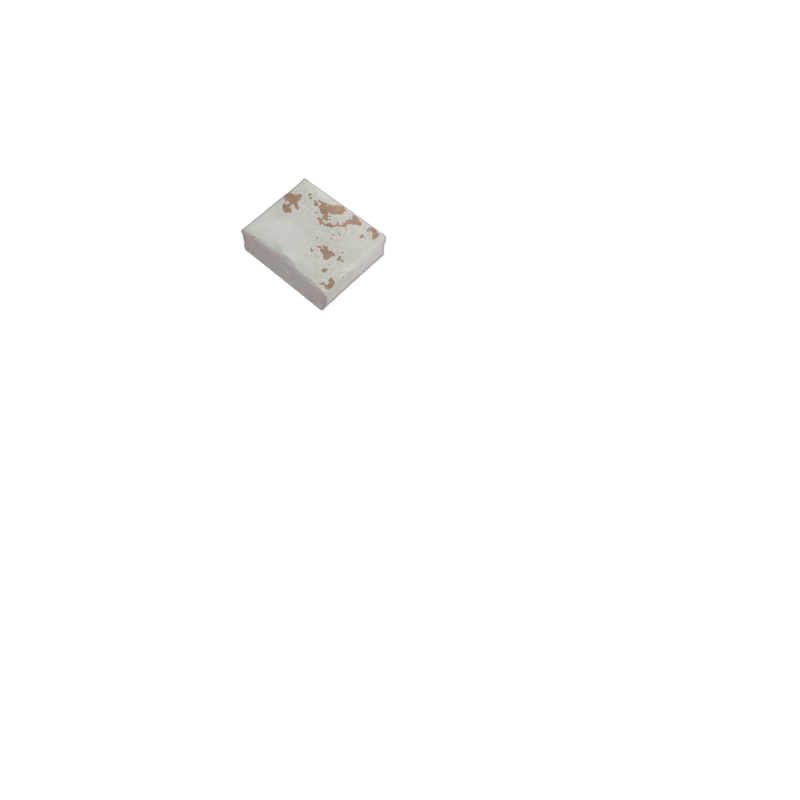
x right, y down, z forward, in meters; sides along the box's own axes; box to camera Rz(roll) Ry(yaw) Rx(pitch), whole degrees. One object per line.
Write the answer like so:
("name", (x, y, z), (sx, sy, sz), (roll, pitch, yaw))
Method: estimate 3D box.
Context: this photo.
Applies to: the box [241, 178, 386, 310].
("box", (-0.068, -0.124, 0.868), (0.094, 0.074, 0.028), (38, -26, 22))
